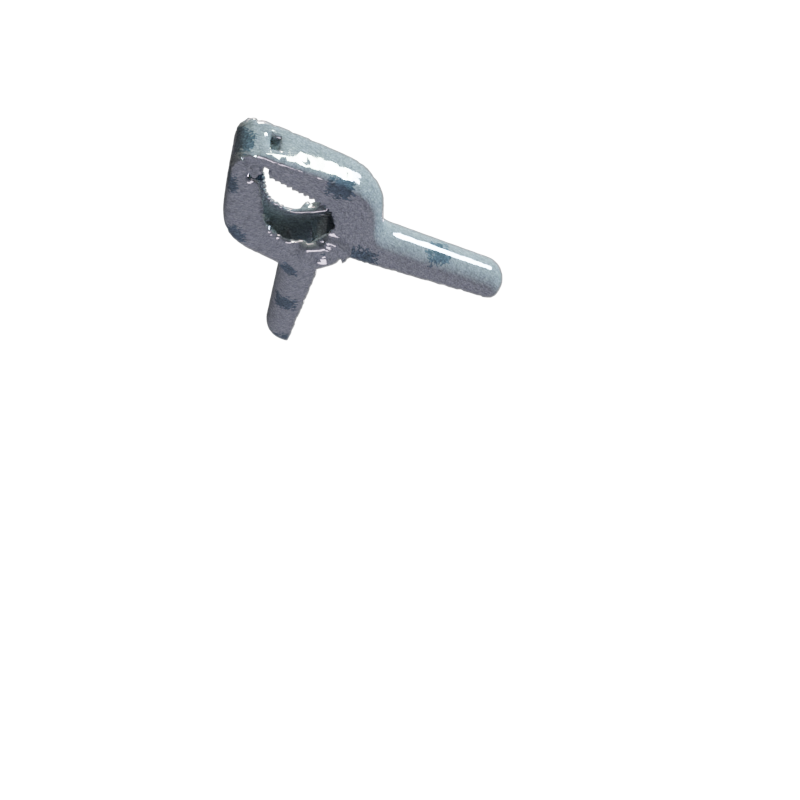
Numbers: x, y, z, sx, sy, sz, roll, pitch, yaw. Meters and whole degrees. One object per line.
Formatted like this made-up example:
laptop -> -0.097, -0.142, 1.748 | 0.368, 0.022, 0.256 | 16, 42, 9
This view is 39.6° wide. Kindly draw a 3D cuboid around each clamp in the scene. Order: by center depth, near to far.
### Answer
clamp -> -0.053, -0.096, 0.675 | 0.167, 0.039, 0.195 | -15, -31, 27
